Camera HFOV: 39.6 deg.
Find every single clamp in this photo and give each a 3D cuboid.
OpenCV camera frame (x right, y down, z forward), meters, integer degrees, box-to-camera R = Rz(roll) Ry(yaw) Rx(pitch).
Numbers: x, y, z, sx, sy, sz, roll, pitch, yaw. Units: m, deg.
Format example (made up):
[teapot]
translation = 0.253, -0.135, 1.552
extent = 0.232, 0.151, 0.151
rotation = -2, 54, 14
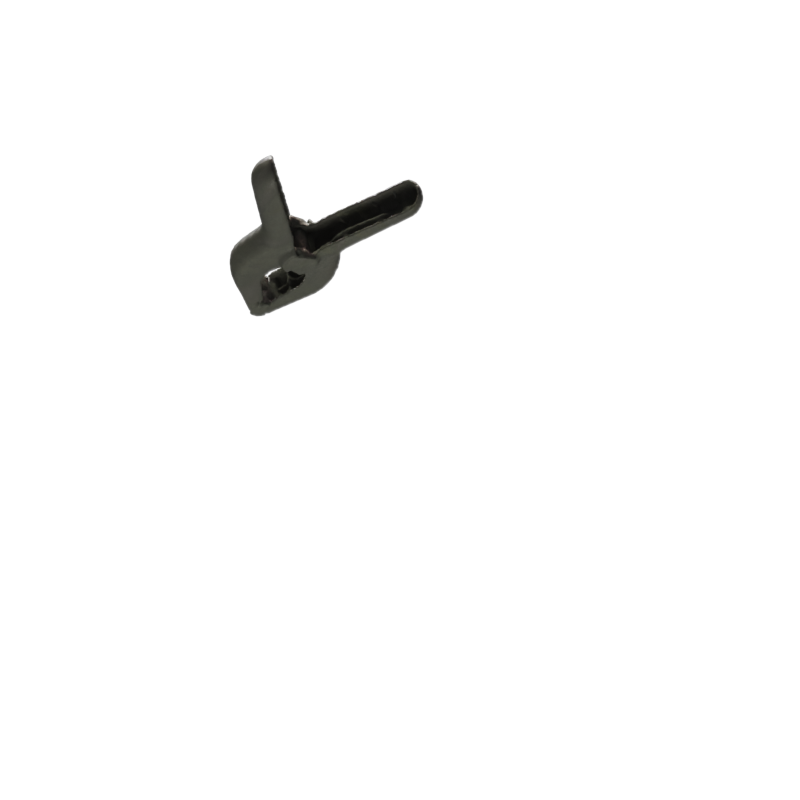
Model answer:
[clamp]
translation = -0.061, -0.111, 0.779
extent = 0.117, 0.042, 0.165
rotation = 8, -27, -16
